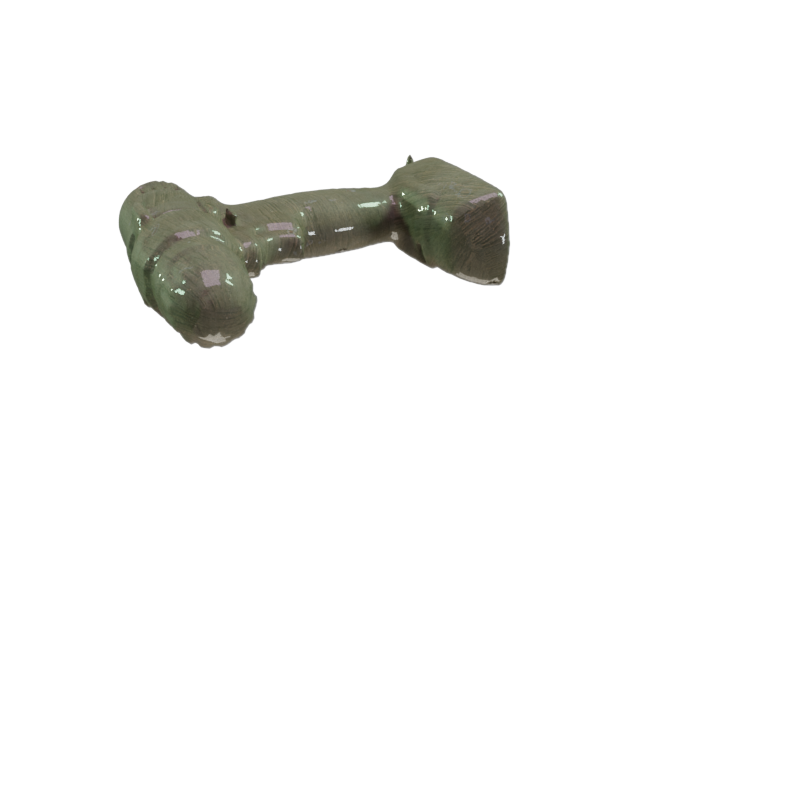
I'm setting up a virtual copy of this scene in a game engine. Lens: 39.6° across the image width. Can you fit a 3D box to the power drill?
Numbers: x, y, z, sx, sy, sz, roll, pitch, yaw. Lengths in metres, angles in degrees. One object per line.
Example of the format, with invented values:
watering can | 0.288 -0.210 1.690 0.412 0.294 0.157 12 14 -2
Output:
power drill | -0.044 -0.081 0.564 0.184 0.055 0.196 -8 25 -17
